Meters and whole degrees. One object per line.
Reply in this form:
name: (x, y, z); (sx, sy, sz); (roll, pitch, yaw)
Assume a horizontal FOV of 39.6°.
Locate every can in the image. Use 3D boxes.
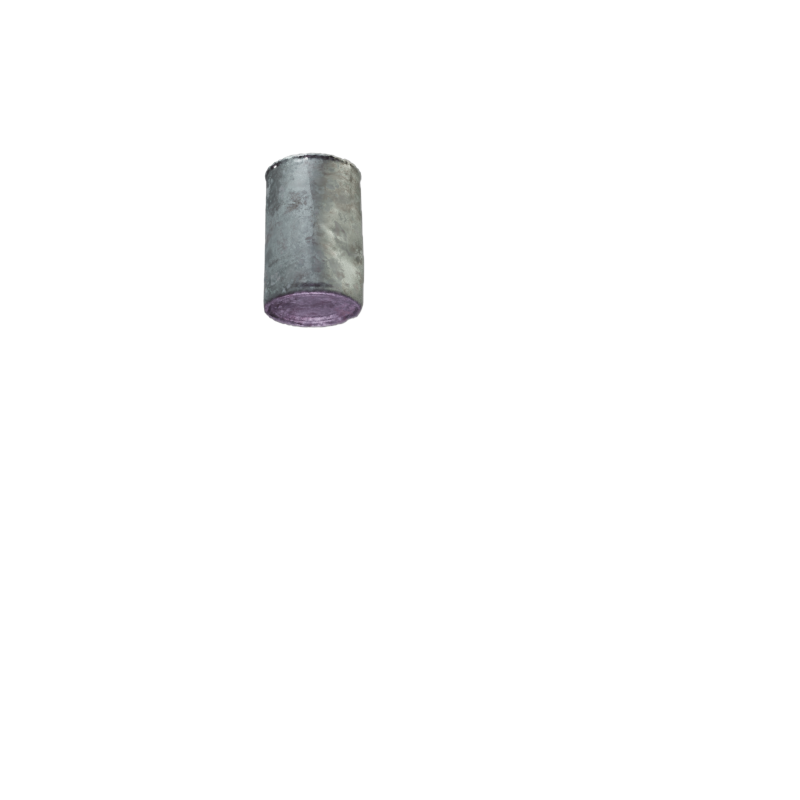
can: (-0.059, -0.108, 0.758); (0.068, 0.108, 0.065); (0, -22, -2)
